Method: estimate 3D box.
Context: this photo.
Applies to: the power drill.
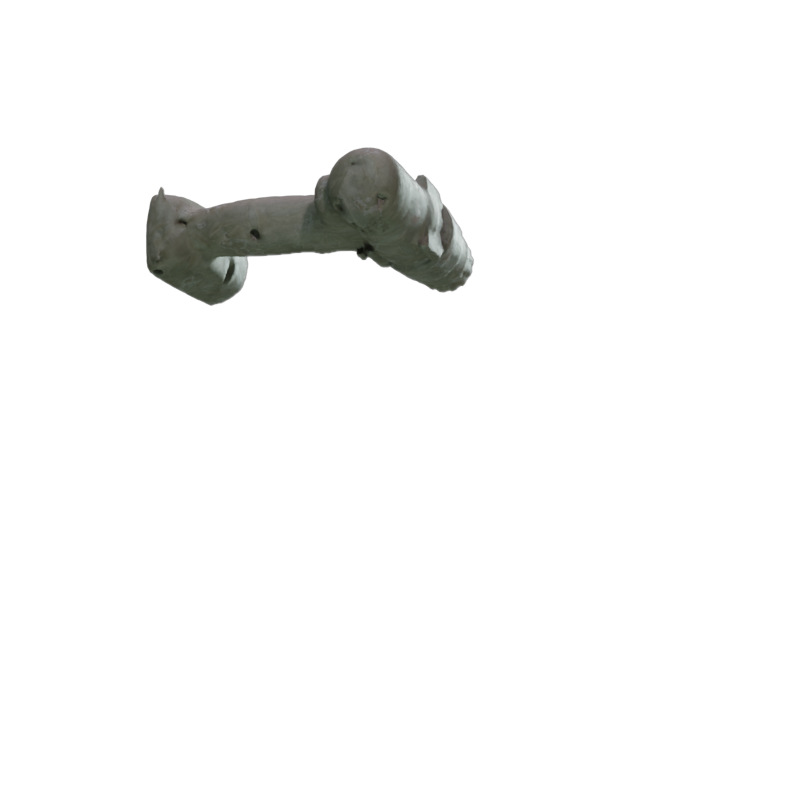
[{"bbox_3d":[-0.057,-0.104,0.731,0.191,0.060,0.173,-6,-17,21],"label":"power drill"}]
